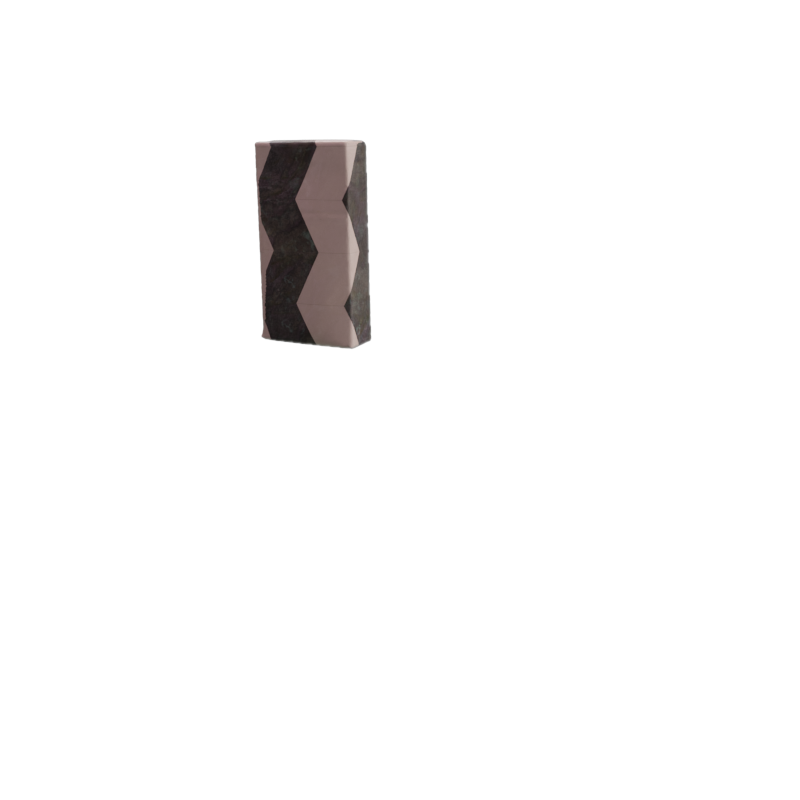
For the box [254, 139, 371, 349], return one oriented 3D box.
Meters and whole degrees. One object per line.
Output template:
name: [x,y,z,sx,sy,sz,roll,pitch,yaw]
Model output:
box: [-0.075,-0.137,0.962,0.097,0.174,0.047,4,7,27]
